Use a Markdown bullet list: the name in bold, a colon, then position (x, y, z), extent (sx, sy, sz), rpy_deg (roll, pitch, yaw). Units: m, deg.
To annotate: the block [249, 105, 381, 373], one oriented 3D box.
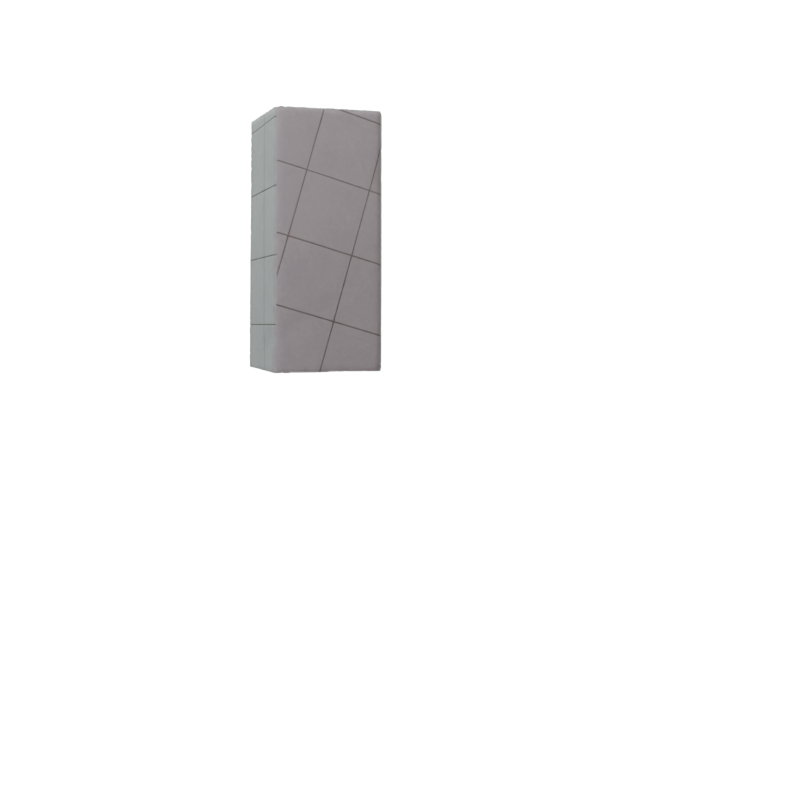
- **block**: position (-0.070, -0.129, 0.903), extent (0.088, 0.207, 0.092), rpy_deg (0, -2, -19)
